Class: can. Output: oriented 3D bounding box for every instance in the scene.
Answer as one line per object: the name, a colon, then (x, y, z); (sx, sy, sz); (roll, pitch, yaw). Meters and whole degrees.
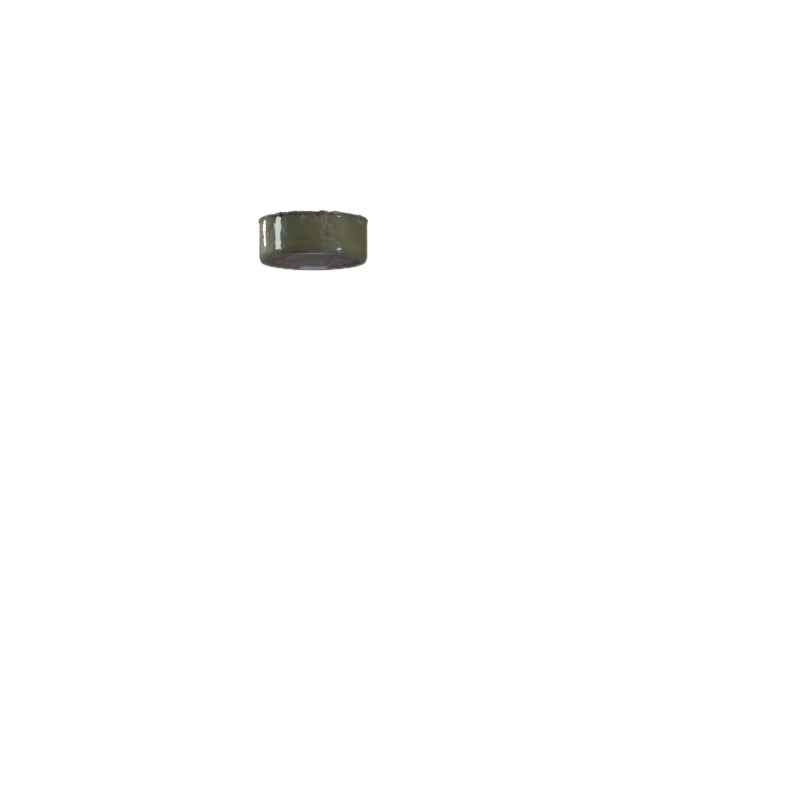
can: (-0.068, -0.123, 0.864); (0.086, 0.034, 0.085); (0, -3, -2)
